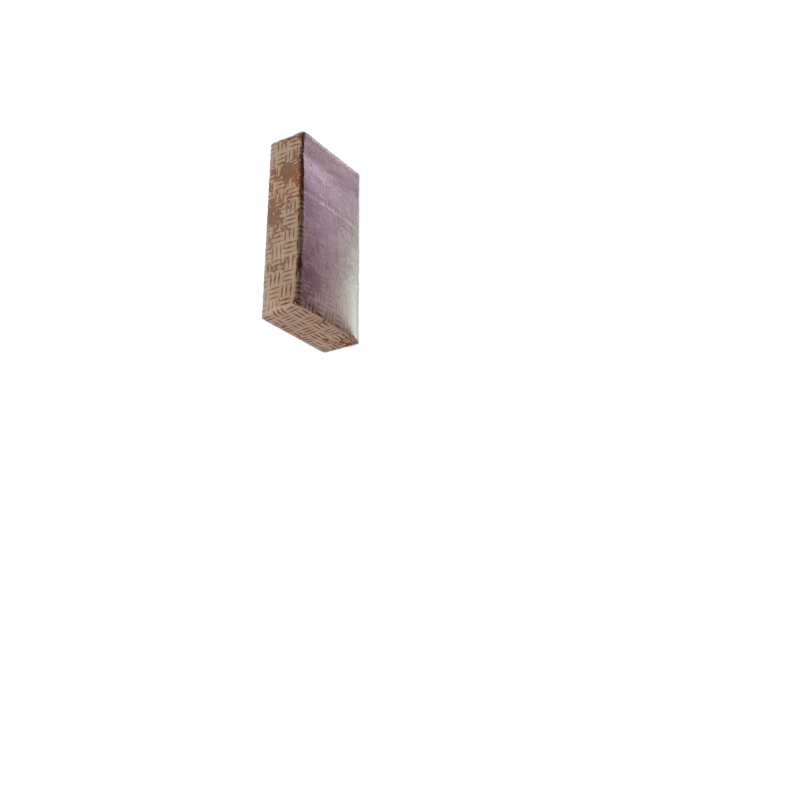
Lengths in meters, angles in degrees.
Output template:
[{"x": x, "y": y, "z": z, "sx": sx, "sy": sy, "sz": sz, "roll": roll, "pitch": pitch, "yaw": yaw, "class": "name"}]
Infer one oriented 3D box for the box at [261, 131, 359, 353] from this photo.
[{"x": -0.078, "y": -0.141, "z": 0.991, "sx": 0.048, "sy": 0.187, "sz": 0.087, "roll": -20, "pitch": -33, "yaw": 29, "class": "box"}]
